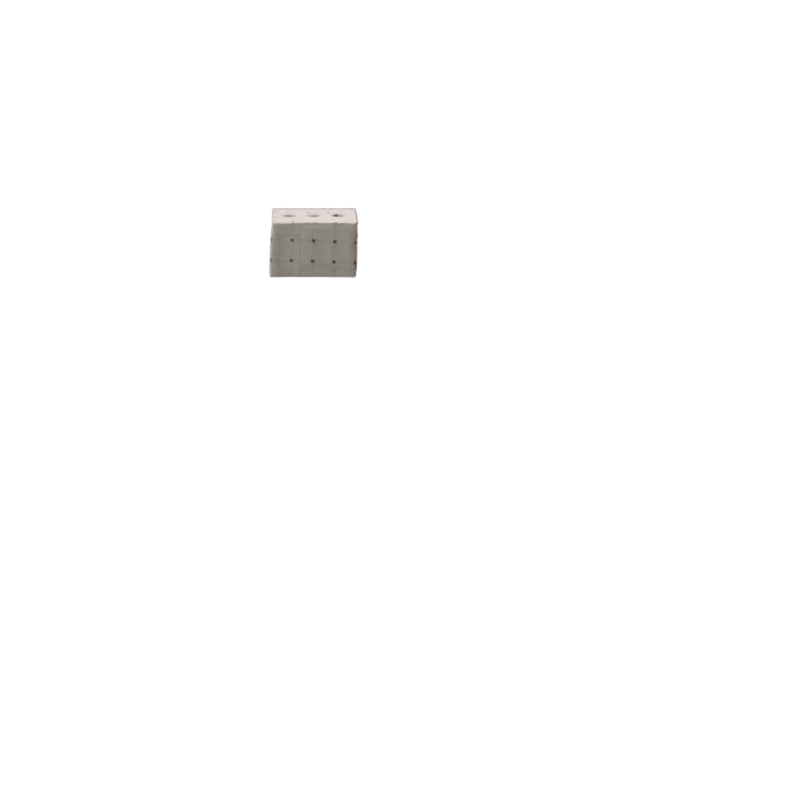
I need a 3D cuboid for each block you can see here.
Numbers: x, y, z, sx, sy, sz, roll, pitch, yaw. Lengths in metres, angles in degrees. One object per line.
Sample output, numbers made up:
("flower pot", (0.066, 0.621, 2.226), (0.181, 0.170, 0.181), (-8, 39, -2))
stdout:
("block", (-0.077, -0.141, 0.990), (0.078, 0.049, 0.055), (0, 21, -2))
